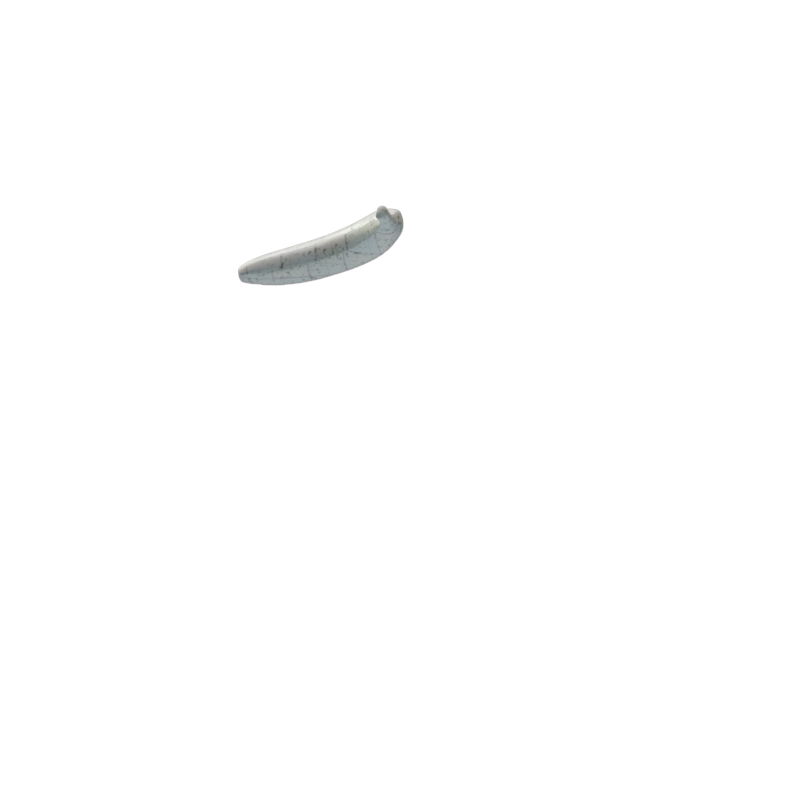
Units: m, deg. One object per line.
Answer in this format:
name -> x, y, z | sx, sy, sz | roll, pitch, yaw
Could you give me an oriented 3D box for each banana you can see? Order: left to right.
banana -> -0.063, -0.140, 1.009 | 0.200, 0.039, 0.065 | -18, -26, 41
